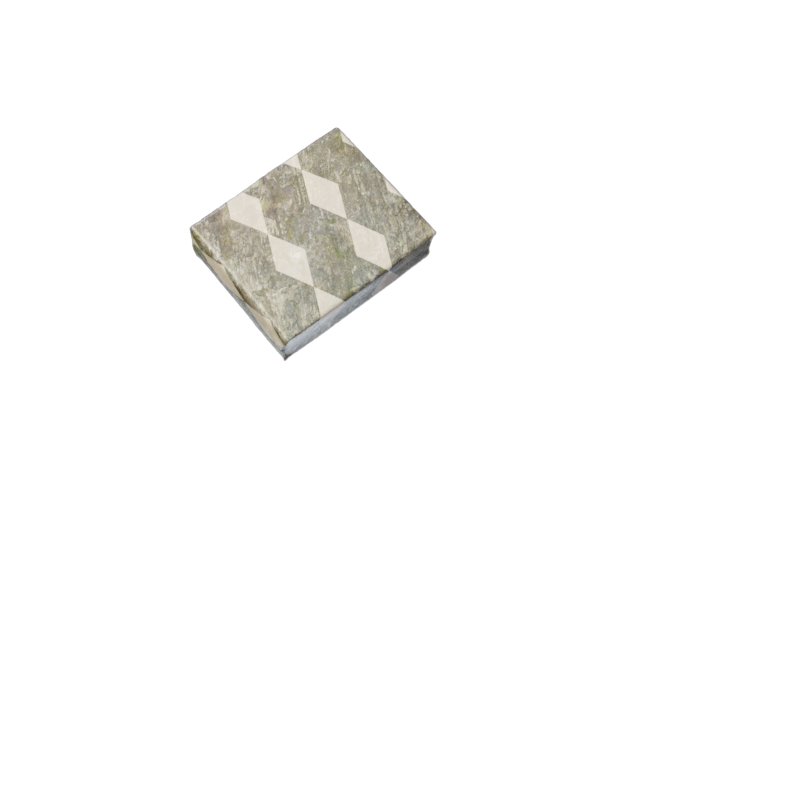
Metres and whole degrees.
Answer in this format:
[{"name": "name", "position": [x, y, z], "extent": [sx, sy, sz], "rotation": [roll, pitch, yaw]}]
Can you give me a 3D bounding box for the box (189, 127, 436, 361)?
[{"name": "box", "position": [-0.050, -0.092, 0.642], "extent": [0.114, 0.094, 0.037], "rotation": [-38, -18, -15]}]
